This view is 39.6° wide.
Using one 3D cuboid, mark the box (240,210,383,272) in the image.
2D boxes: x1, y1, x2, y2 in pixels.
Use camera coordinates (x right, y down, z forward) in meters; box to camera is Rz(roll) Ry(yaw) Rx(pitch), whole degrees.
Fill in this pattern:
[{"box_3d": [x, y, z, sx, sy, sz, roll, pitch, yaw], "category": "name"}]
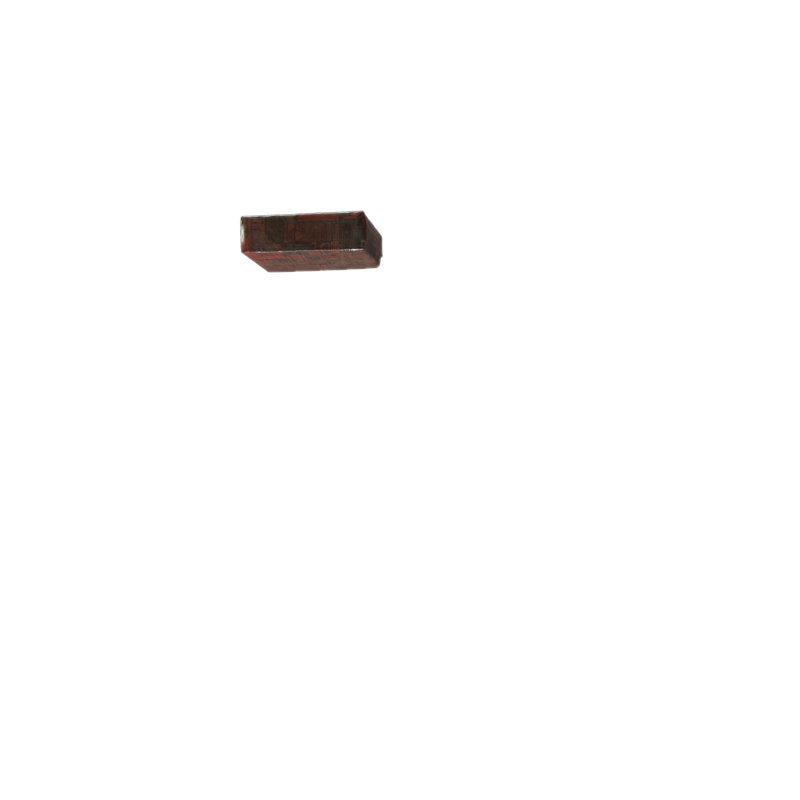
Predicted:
[{"box_3d": [-0.062, -0.113, 0.789, 0.090, 0.031, 0.071, -1, -5, 11], "category": "box"}]
